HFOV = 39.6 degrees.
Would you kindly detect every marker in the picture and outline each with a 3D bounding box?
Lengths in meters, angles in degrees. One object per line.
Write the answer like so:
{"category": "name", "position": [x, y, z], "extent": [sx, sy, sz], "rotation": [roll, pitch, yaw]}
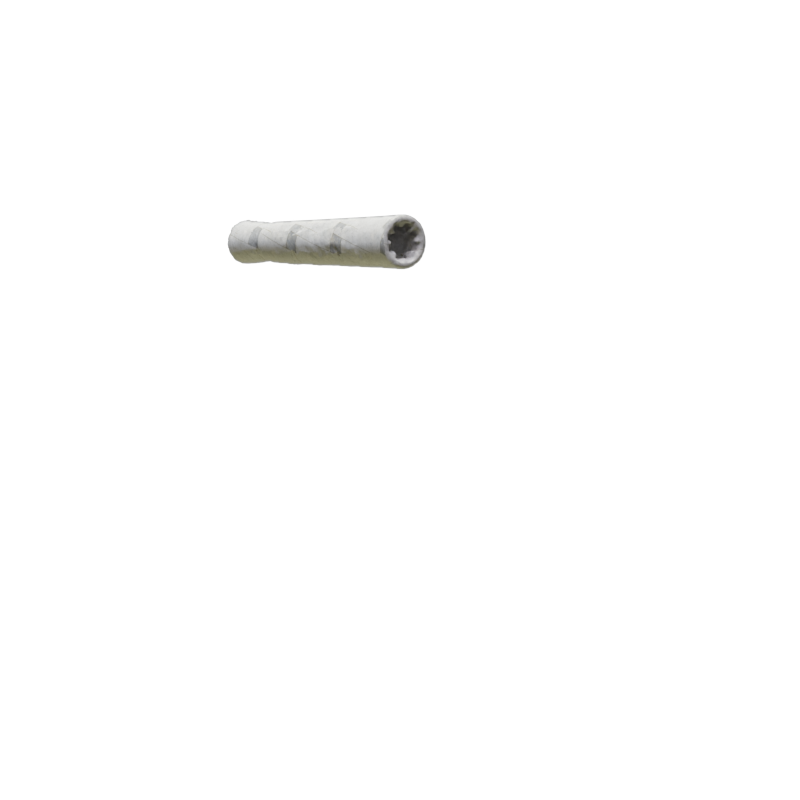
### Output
{"category": "marker", "position": [-0.034, -0.061, 0.430], "extent": [0.019, 0.020, 0.126], "rotation": [-3, 8, -34]}
